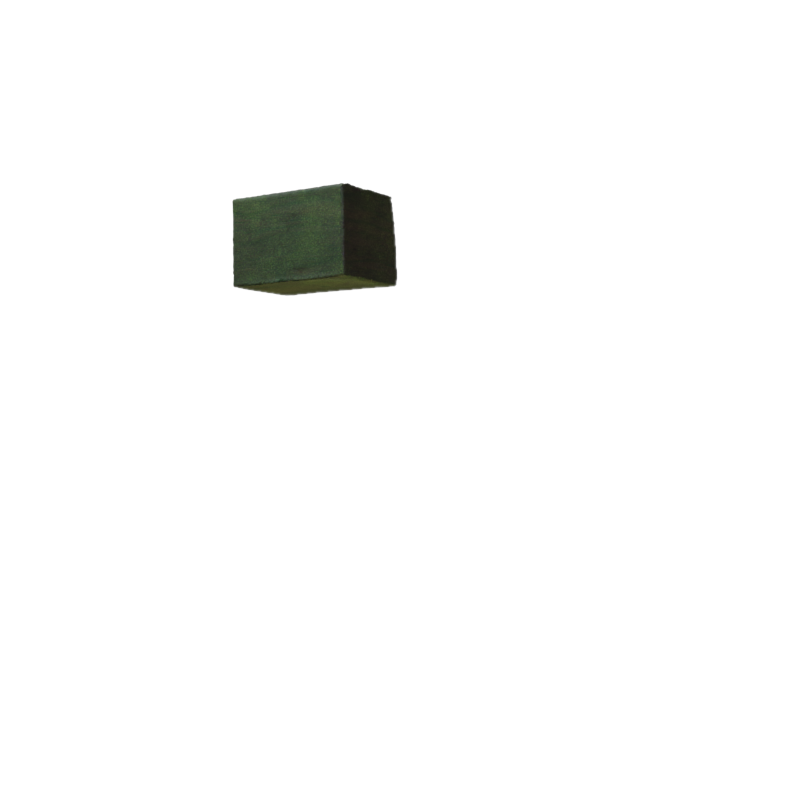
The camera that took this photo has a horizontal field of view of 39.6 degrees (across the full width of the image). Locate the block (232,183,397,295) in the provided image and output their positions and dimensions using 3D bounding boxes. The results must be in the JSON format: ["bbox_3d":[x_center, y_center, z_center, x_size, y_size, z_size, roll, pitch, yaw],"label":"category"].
[{"bbox_3d":[-0.048,-0.088,0.616,0.080,0.052,0.050,-2,-6,33],"label":"block"}]
